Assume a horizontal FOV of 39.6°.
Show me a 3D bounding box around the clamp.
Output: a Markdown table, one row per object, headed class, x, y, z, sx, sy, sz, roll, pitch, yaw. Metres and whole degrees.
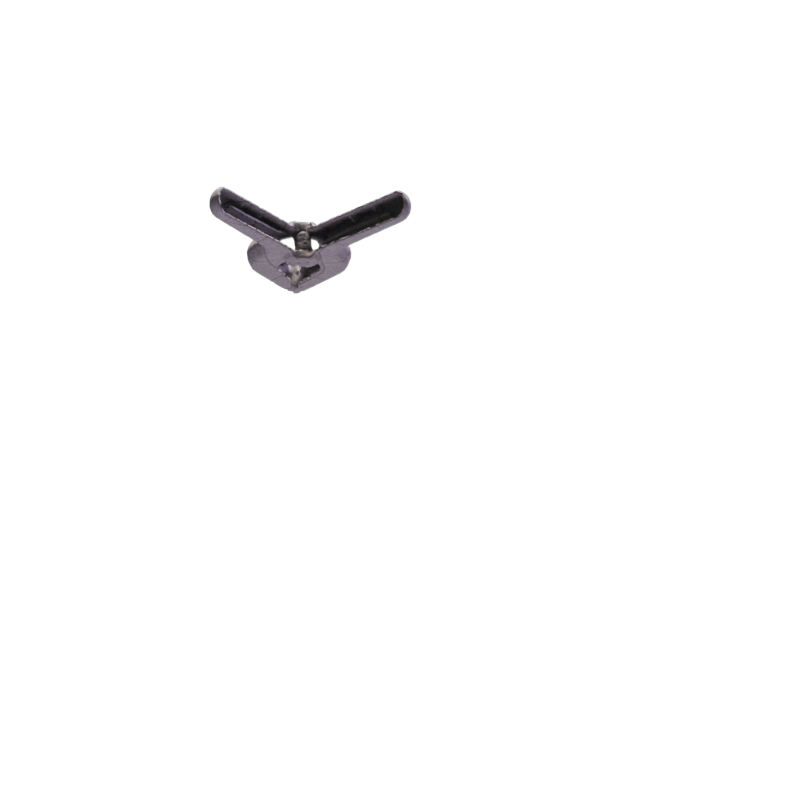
| class | x | y | z | sx | sy | sz | roll | pitch | yaw |
| --- | --- | --- | --- | --- | --- | --- | --- | --- | --- |
| clamp | -0.077 | -0.141 | 0.985 | 0.164 | 0.038 | 0.202 | 0 | -14 | -1 |
